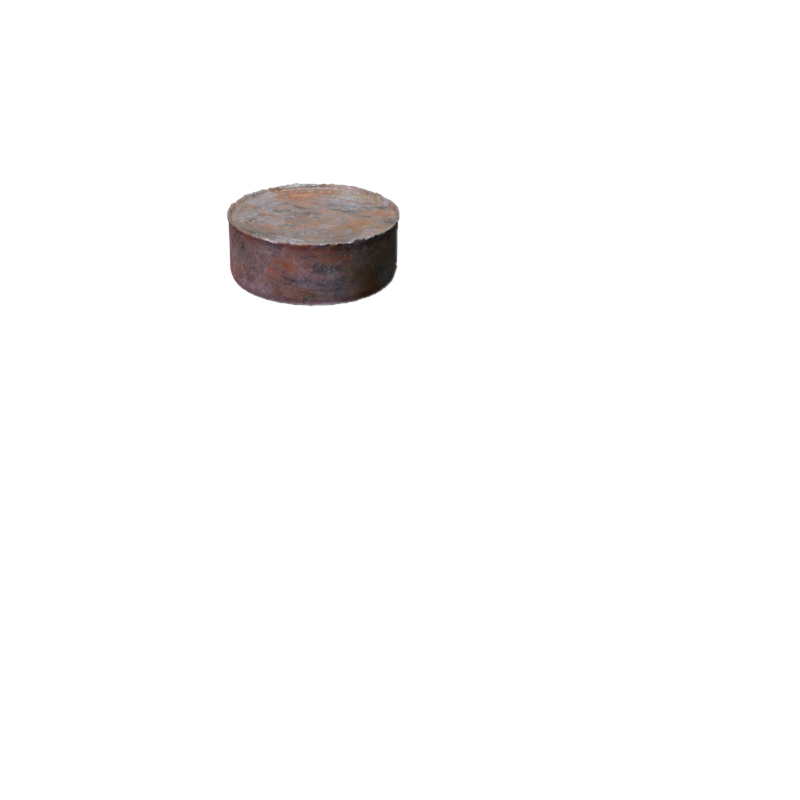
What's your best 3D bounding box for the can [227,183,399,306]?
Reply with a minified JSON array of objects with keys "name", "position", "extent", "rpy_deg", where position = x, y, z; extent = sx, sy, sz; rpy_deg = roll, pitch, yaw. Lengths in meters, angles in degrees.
[{"name":"can","position":[-0.044,-0.079,0.556],"extent":[0.086,0.032,0.091],"rpy_deg":[-1,28,-2]}]
